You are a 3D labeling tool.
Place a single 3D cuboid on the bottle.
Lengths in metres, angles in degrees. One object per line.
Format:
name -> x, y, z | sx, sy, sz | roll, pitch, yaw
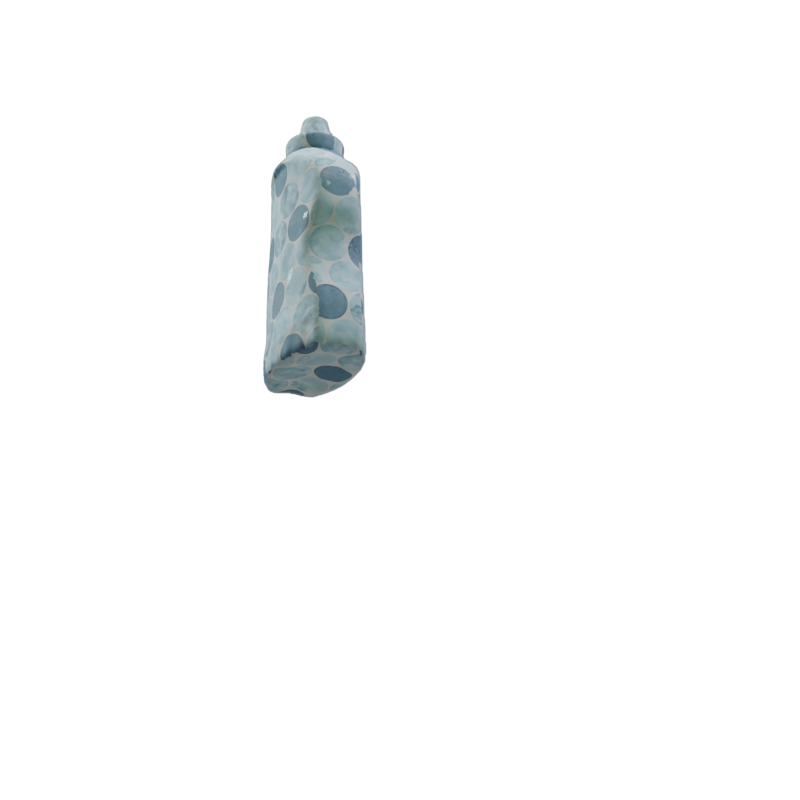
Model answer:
bottle -> -0.058, -0.106, 0.742 | 0.057, 0.203, 0.093 | 8, -27, -20
